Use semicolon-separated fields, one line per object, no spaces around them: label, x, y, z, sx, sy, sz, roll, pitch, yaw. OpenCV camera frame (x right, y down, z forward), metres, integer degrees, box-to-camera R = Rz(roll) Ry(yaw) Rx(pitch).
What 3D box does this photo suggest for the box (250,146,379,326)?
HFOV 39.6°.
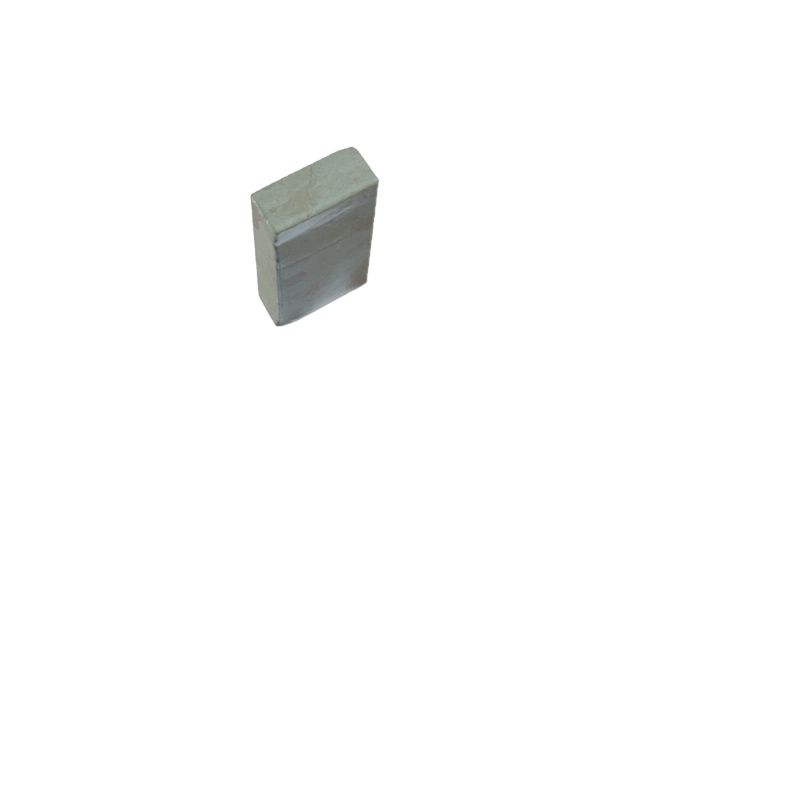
box;-0.070;-0.128;0.898;0.093;0.051;0.167;-29;-19;-15
